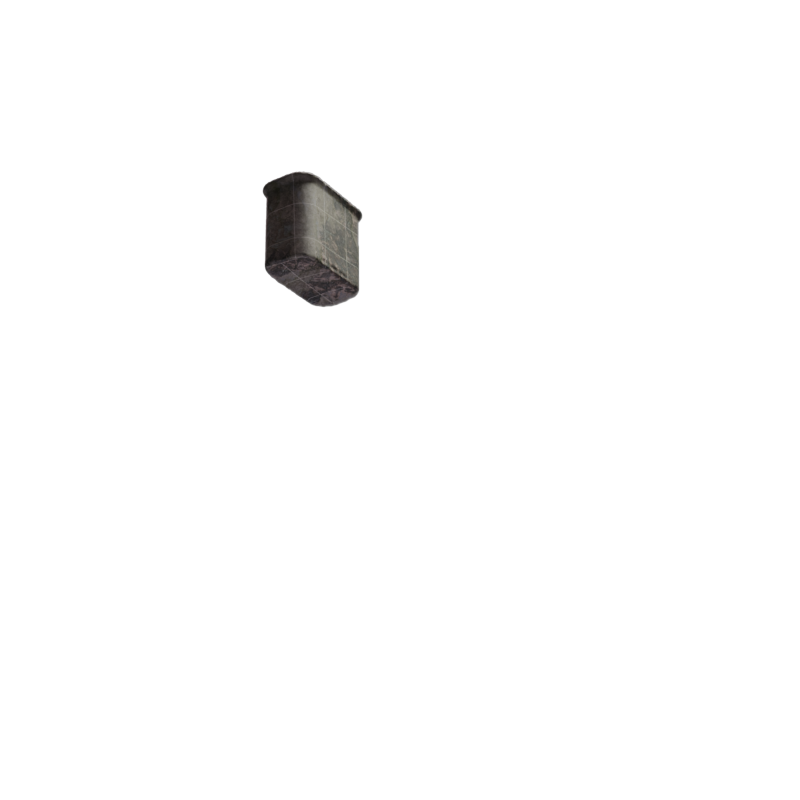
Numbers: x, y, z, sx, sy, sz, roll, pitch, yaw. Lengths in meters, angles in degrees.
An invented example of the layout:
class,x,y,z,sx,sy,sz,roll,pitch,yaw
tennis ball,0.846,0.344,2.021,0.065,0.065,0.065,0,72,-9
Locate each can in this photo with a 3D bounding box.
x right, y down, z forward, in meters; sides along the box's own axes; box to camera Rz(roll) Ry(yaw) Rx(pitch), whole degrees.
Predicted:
class,x,y,z,sx,sy,sz,roll,pitch,yaw
can,-0.077,-0.141,0.988,0.058,0.089,0.095,-18,-31,29
